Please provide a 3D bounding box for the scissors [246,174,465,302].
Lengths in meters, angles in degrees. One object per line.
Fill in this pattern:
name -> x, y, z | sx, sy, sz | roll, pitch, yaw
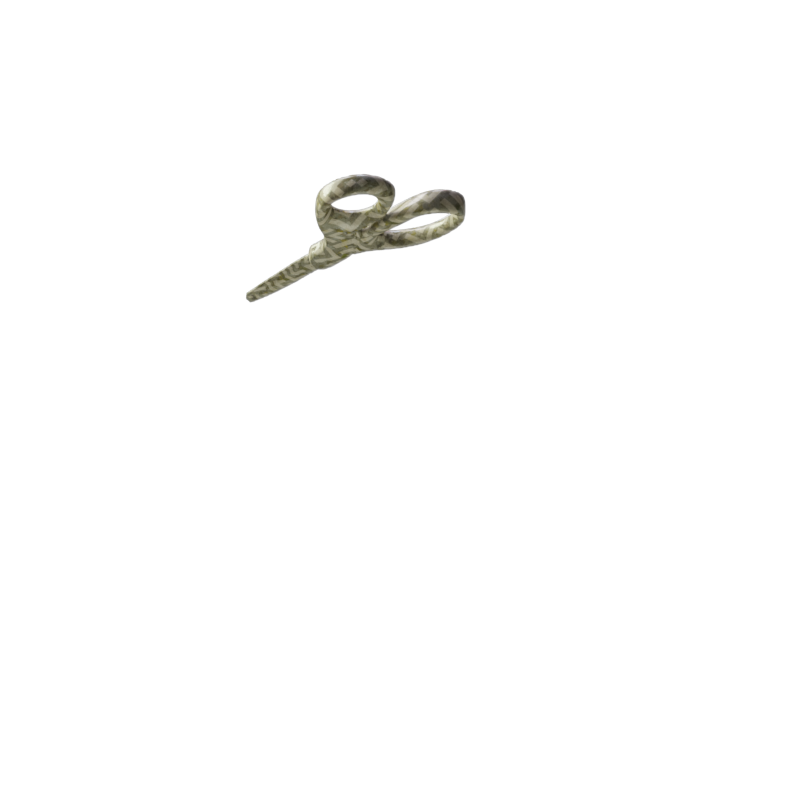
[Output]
scissors -> -0.054, -0.099, 0.692 | 0.205, 0.016, 0.090 | -13, -22, 36
